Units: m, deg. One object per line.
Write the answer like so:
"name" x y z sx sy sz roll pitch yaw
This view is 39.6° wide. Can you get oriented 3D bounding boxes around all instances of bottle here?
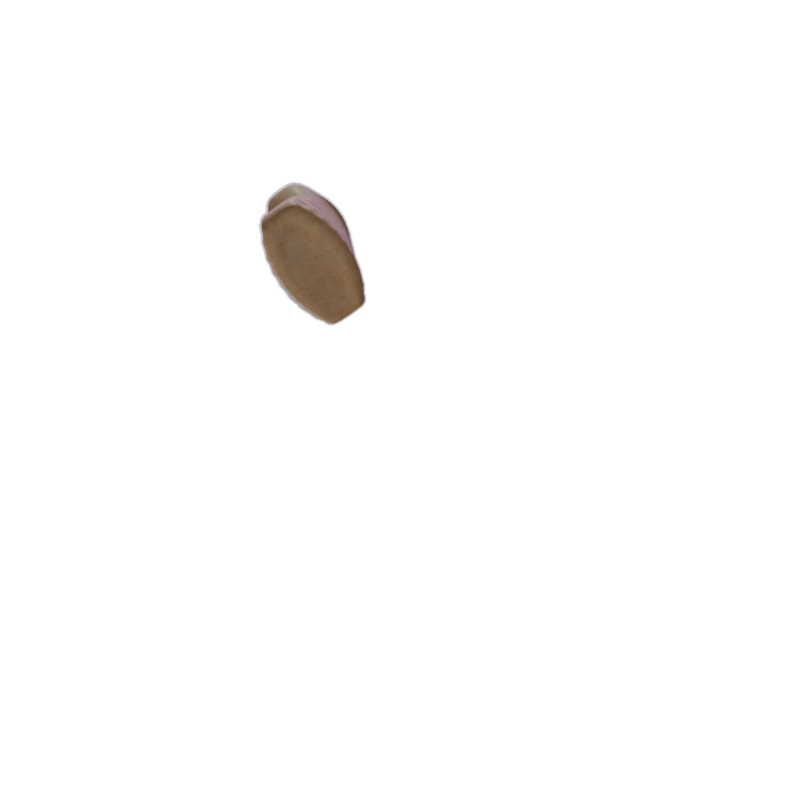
"bottle" -0.071 -0.128 0.897 0.058 0.093 0.199 -36 16 7
